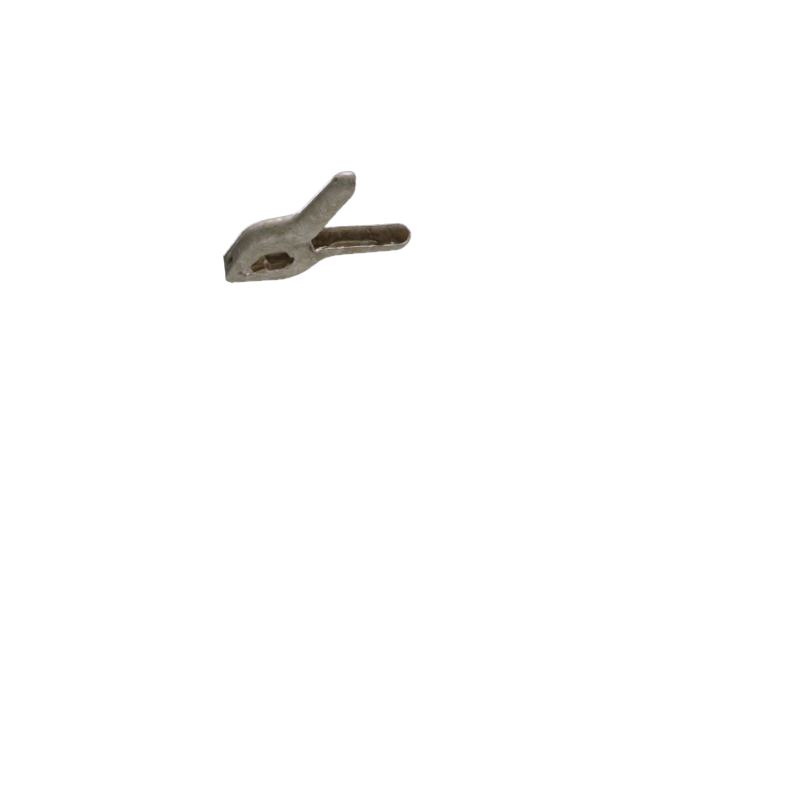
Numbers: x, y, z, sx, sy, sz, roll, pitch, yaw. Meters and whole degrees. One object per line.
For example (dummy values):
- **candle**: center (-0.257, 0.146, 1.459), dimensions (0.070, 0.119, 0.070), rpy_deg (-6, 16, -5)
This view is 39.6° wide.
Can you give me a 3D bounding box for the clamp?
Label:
- **clamp**: center (-0.078, -0.143, 1.000), dimensions (0.173, 0.042, 0.112), rpy_deg (-20, -36, 31)
